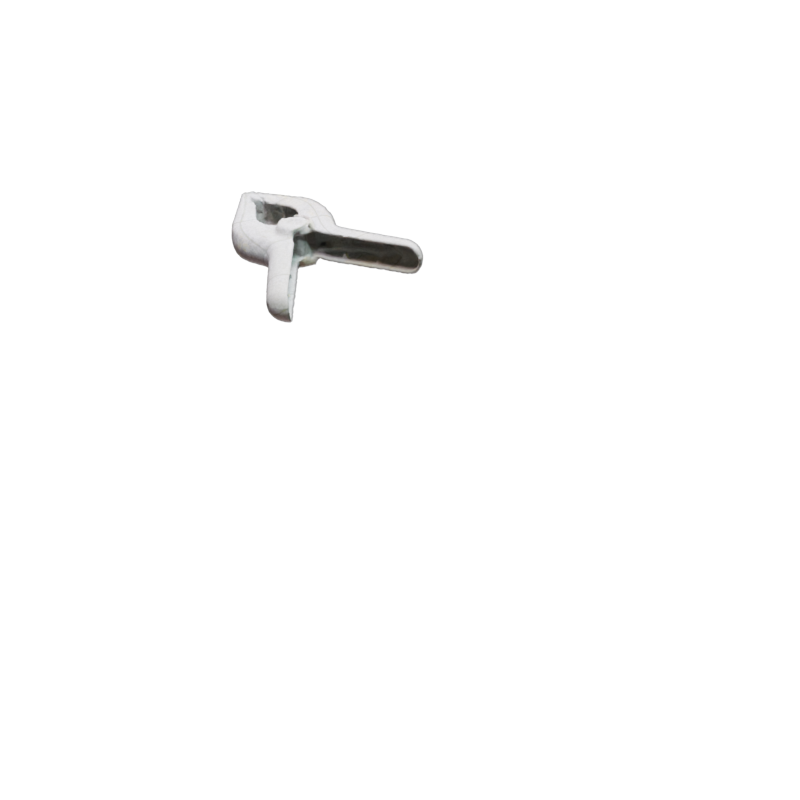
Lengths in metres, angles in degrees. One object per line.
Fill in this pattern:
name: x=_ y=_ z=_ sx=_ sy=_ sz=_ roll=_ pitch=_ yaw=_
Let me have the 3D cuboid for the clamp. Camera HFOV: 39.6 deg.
clamp: x=-0.064 y=-0.117 z=0.823 sx=0.118 sy=0.037 sz=0.185 roll=-13 pitch=36 yaw=-19
